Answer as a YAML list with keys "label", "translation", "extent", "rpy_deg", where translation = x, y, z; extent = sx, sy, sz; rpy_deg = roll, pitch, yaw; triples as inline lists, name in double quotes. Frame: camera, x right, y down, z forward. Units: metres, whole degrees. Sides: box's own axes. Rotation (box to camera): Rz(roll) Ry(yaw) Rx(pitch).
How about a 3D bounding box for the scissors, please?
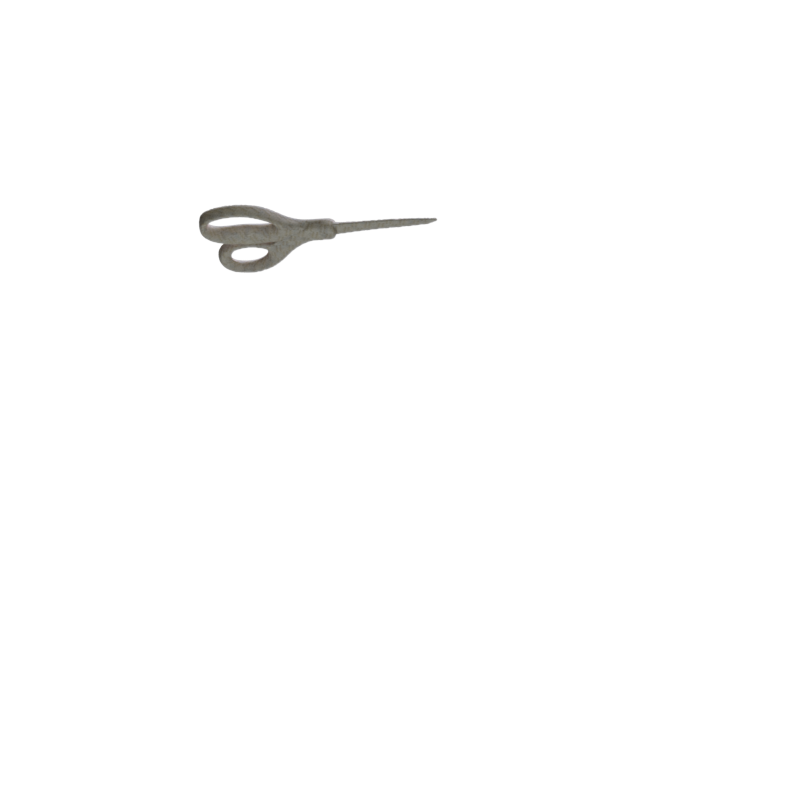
- label: "scissors"
  translation: [-0.076, -0.139, 0.973]
  extent: [0.200, 0.017, 0.091]
  rpy_deg: [4, -30, -7]
